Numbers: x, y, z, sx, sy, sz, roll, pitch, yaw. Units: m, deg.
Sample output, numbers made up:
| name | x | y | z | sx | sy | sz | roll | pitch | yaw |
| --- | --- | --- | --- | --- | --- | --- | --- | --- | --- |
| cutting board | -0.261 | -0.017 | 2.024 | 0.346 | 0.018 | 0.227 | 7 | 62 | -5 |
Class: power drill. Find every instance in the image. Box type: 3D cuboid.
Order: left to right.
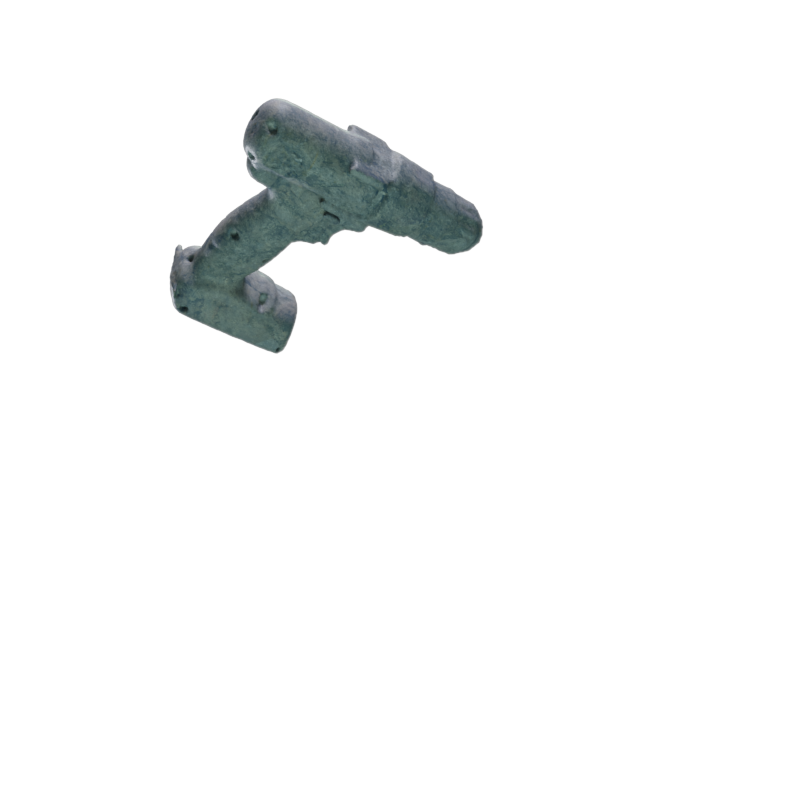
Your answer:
| name | x | y | z | sx | sy | sz | roll | pitch | yaw |
| --- | --- | --- | --- | --- | --- | --- | --- | --- | --- |
| power drill | -0.061 | -0.111 | 0.779 | 0.175 | 0.062 | 0.184 | 27 | -50 | -25 |
